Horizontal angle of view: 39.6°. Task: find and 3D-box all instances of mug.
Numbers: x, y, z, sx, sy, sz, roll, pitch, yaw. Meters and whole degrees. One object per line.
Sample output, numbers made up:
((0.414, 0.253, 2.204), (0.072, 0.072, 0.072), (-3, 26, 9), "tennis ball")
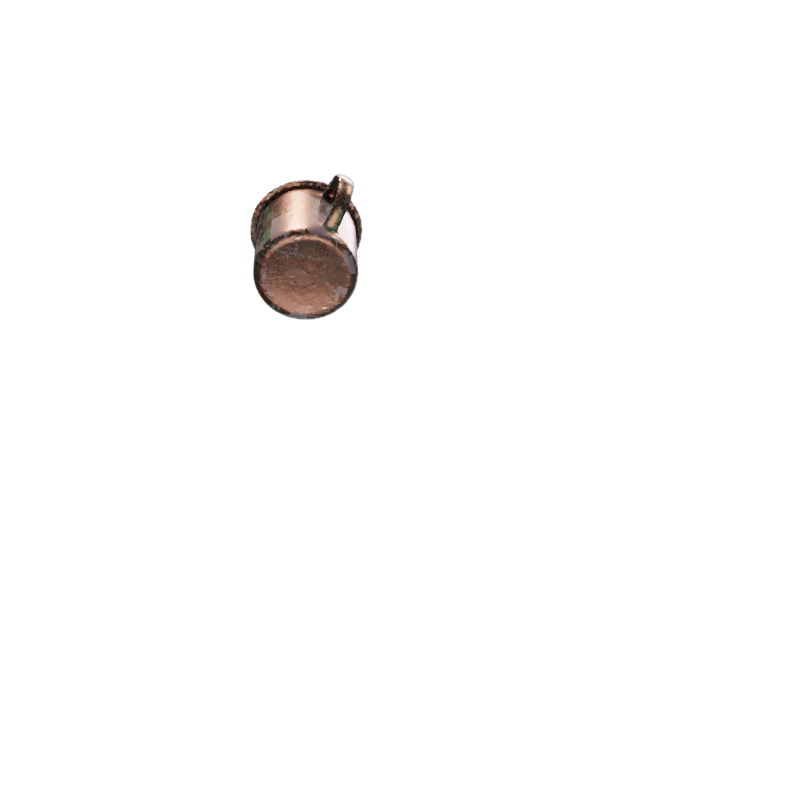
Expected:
((-0.069, -0.126, 0.881), (0.090, 0.114, 0.087), (27, 27, -18), "mug")
